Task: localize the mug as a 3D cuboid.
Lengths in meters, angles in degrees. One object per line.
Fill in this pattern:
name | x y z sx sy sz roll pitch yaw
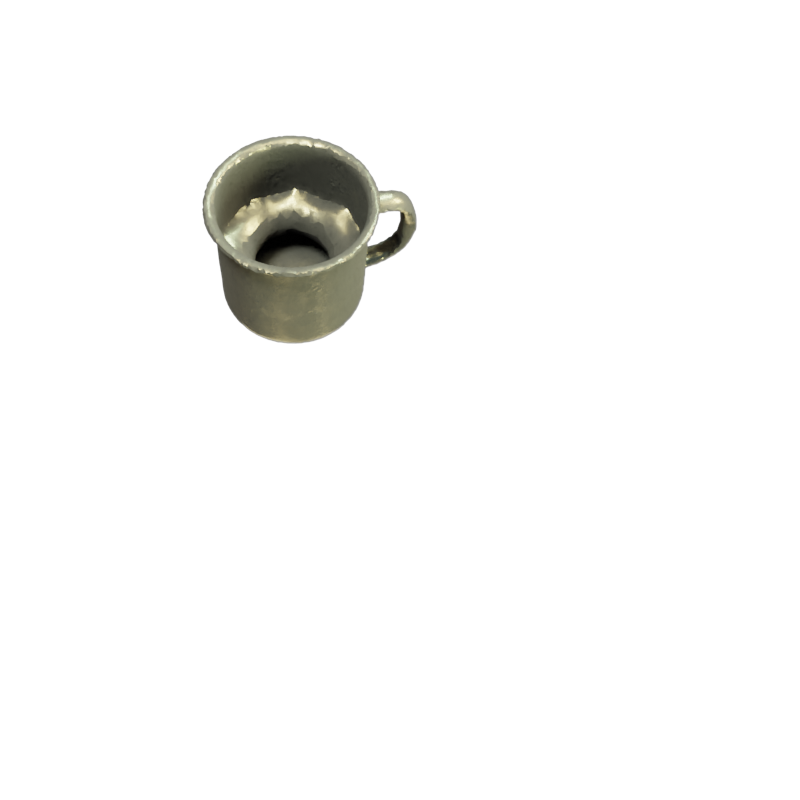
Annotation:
mug | -0.048 -0.087 0.612 0.116 0.100 0.076 -15 -31 -11
